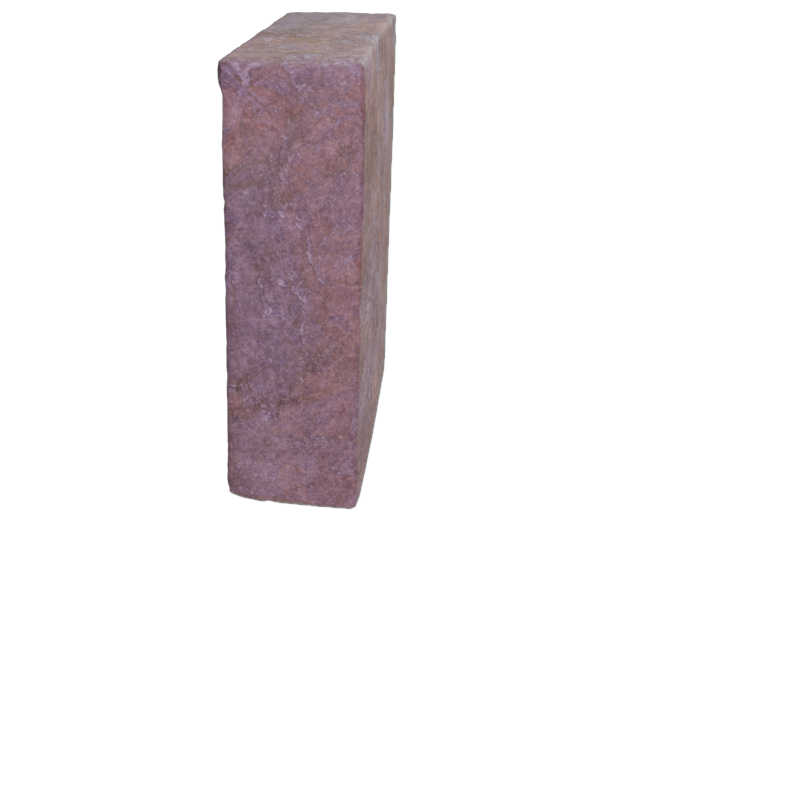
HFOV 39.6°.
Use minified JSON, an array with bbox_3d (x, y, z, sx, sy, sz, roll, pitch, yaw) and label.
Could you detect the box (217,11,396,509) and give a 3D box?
[{"bbox_3d":[-0.044,-0.081,0.567,0.072,0.204,0.171,3,22,4],"label":"box"}]
